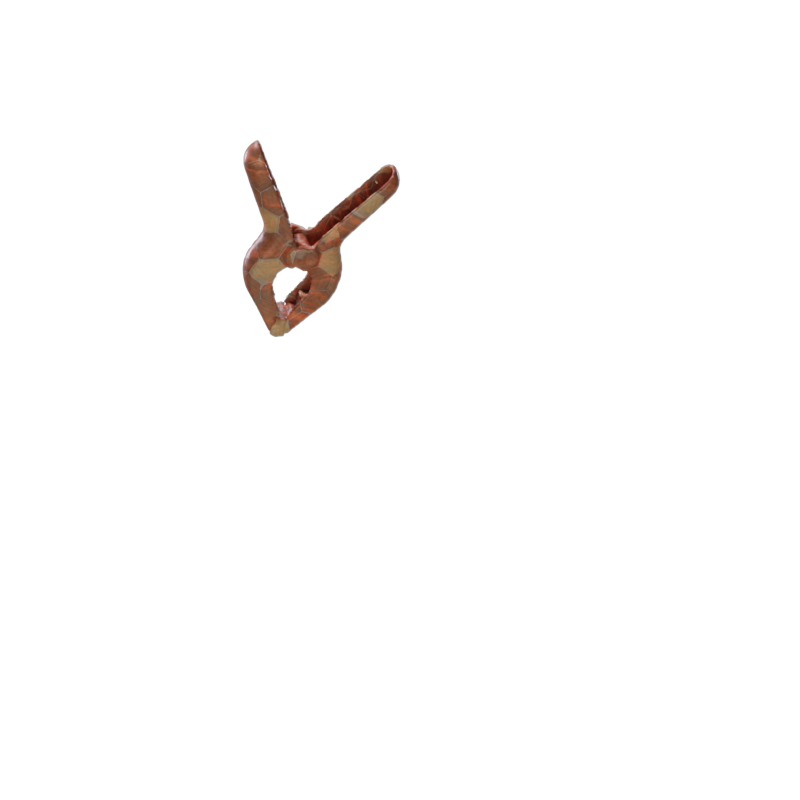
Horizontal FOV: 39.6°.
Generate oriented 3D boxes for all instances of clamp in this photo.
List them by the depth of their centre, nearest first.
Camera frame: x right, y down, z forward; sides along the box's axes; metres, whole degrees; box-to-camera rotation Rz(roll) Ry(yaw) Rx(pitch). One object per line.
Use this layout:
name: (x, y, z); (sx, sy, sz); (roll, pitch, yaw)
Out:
clamp: (-0.068, -0.124, 0.871); (0.119, 0.161, 0.042); (6, 38, -5)
